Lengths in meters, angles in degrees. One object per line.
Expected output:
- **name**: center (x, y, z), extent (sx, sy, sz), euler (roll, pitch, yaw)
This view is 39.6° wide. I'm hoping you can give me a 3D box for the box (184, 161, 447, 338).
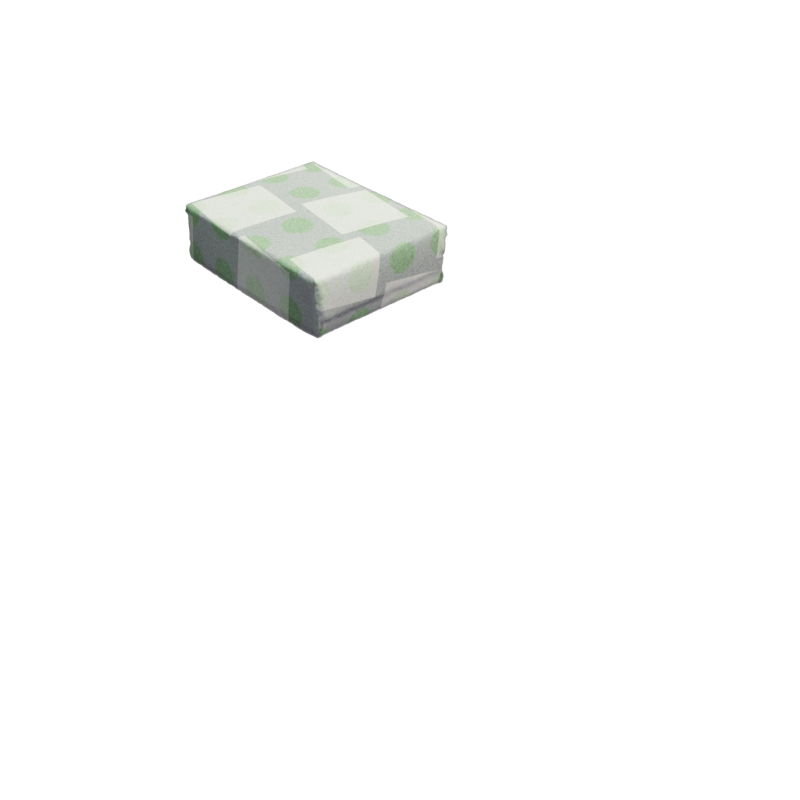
- **box**: center (-0.046, -0.084, 0.588), extent (0.089, 0.036, 0.122), euler (-26, 43, -33)
